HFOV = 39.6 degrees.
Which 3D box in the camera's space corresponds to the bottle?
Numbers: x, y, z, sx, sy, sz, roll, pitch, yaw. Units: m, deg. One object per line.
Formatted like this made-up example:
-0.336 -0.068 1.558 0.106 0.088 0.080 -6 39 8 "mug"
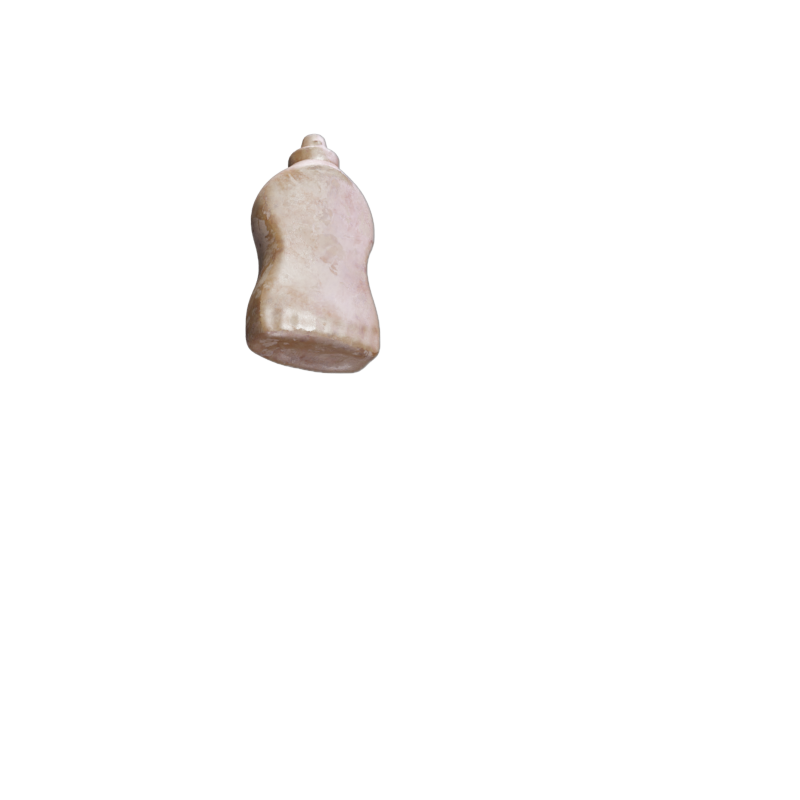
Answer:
-0.065 -0.119 0.833 0.093 0.204 0.057 11 -33 -21 "bottle"
